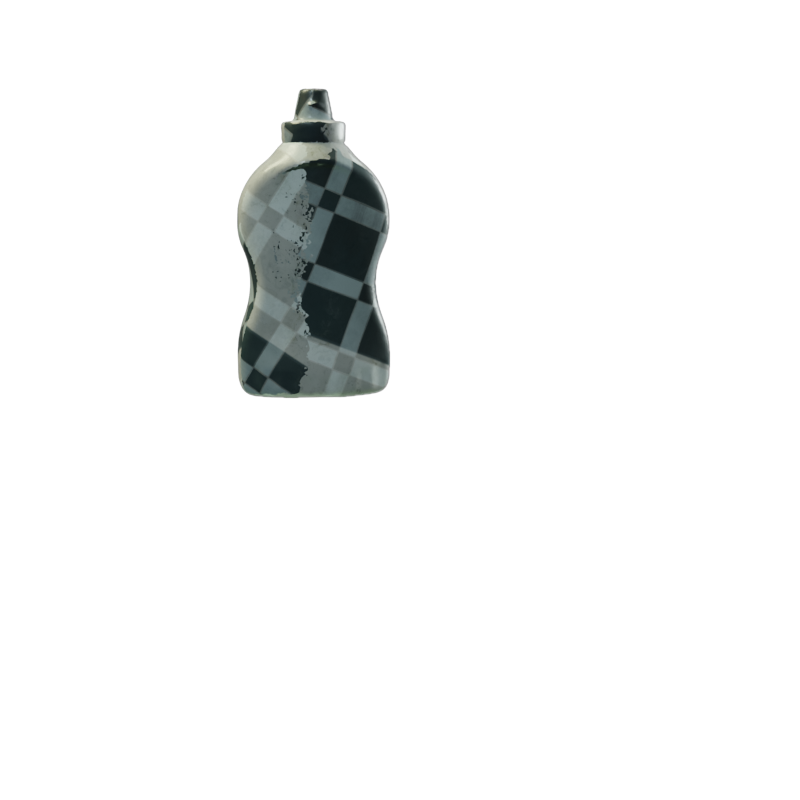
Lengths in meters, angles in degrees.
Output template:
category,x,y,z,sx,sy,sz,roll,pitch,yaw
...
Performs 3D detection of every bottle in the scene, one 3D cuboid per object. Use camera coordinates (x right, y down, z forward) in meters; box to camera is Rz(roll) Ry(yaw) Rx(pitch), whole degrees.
category,x,y,z,sx,sy,sz,roll,pitch,yaw
bottle,-0.055,-0.100,0.702,0.095,0.190,0.059,0,4,-6
